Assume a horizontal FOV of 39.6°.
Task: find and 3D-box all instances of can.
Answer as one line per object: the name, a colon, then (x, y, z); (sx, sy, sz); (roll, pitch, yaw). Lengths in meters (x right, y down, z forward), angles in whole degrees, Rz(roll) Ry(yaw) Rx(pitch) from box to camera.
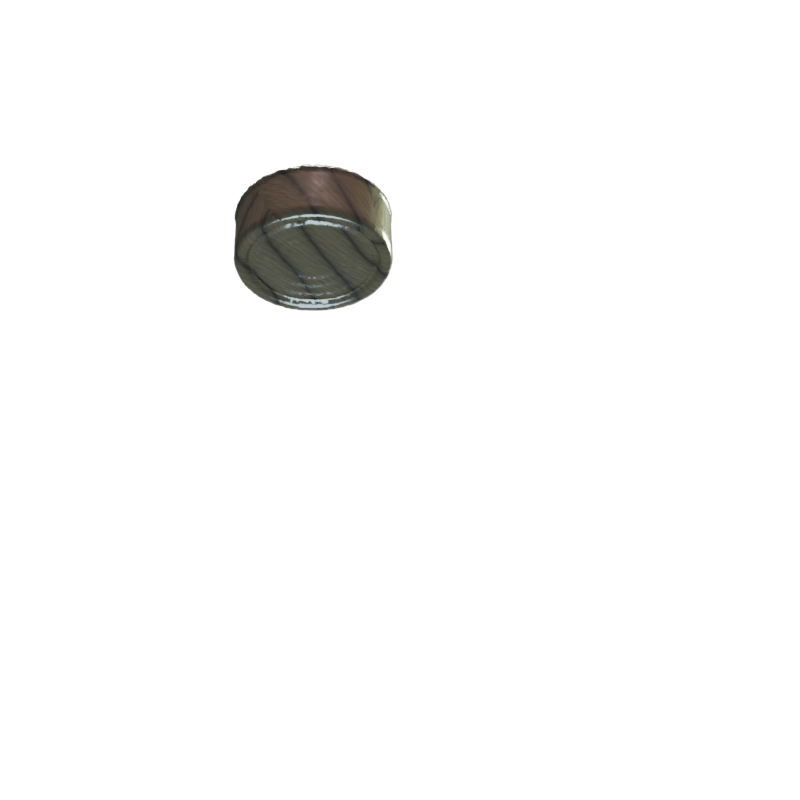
can: (-0.047, -0.085, 0.596); (0.086, 0.036, 0.080); (1, -35, -2)
